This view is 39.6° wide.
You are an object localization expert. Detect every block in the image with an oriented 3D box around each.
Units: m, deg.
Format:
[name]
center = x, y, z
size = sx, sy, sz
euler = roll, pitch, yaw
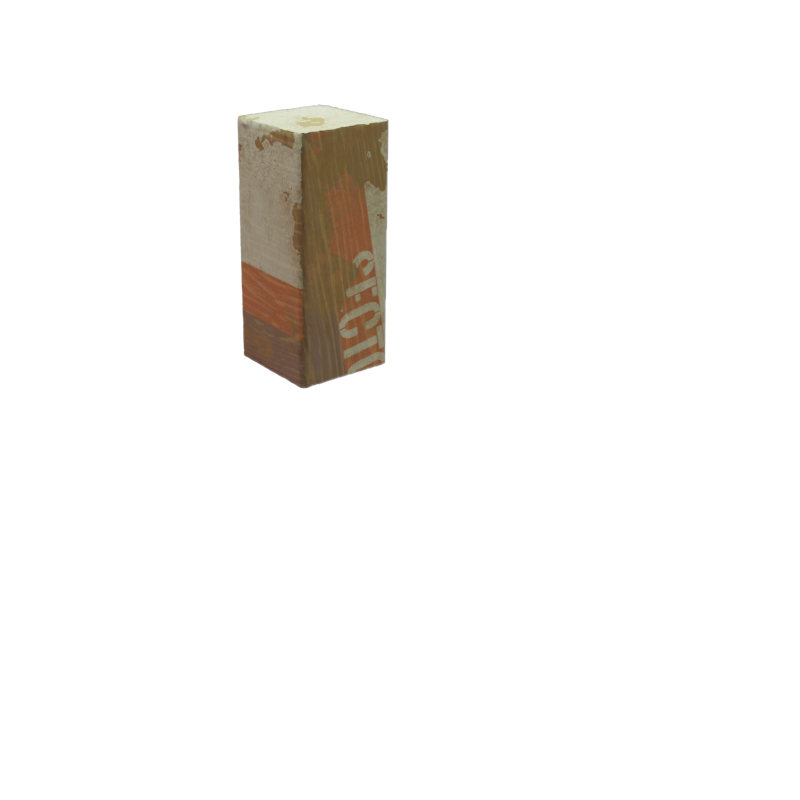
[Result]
[block]
center = -0.071, -0.129, 0.904
size = 0.088, 0.198, 0.096
euler = -14, 24, -37
